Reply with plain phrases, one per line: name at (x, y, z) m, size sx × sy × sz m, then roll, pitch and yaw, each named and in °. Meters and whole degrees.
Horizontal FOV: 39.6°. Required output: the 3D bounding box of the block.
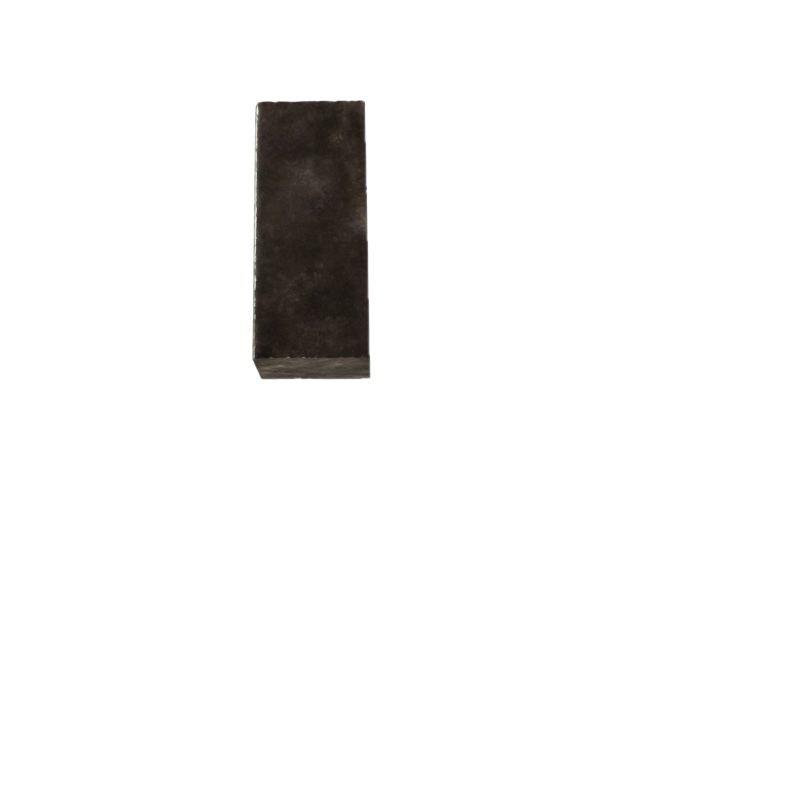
block at (-0.070, -0.126, 0.885) m, size 0.090 × 0.214 × 0.087 m, roll -1°, pitch -16°, yaw 0°
